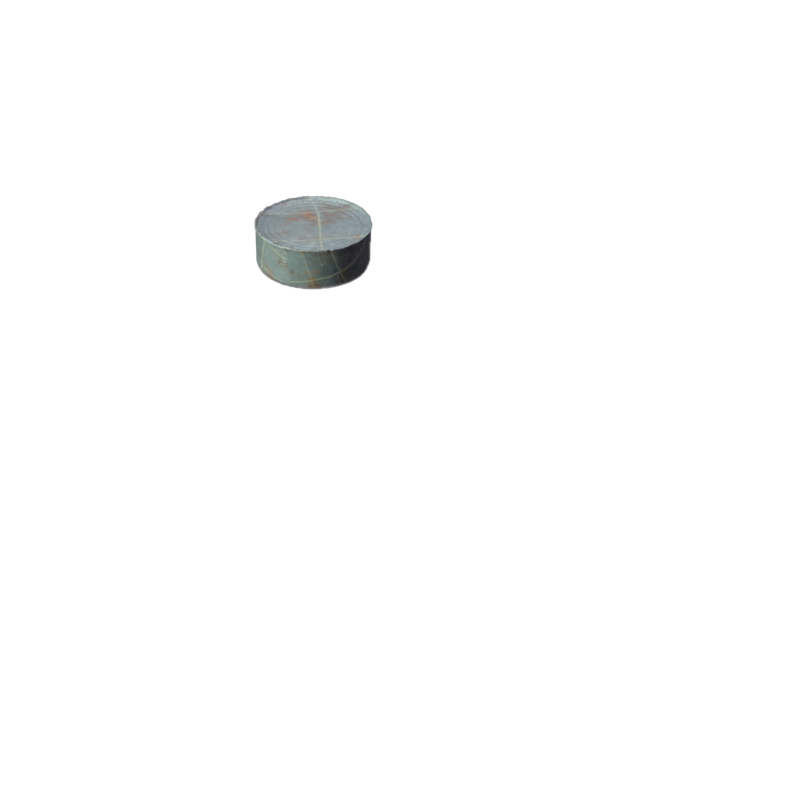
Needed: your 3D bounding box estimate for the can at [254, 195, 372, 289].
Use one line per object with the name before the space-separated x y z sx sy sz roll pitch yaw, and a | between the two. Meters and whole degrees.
can | -0.064 -0.116 0.812 0.086 0.031 0.092 -1 34 -2
